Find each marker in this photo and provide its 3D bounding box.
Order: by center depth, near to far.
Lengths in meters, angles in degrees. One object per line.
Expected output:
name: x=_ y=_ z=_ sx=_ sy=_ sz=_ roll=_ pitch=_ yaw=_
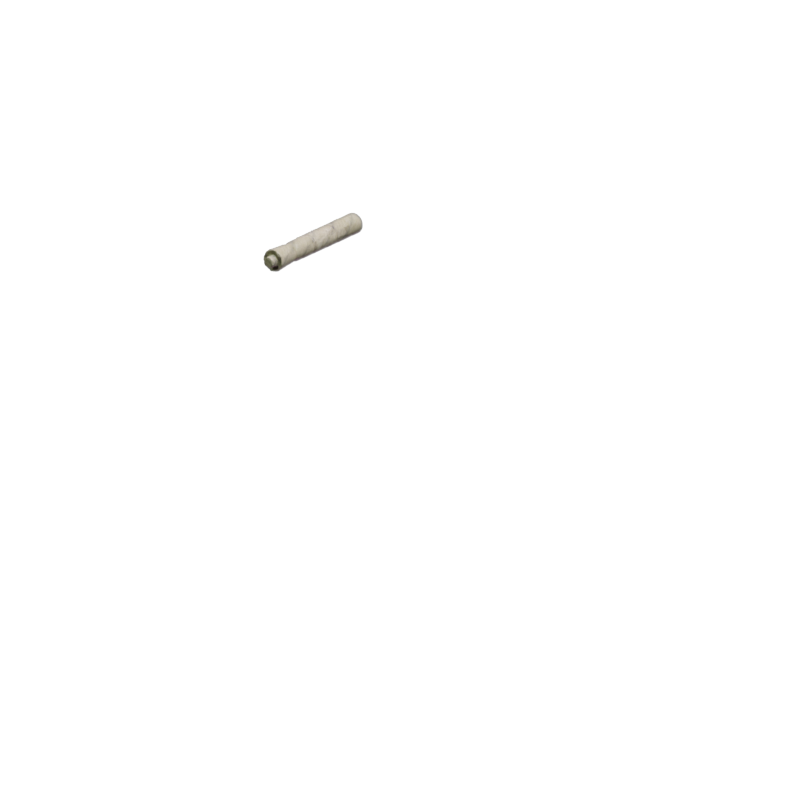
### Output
marker: x=-0.072 y=-0.132 z=0.921 sx=0.020 sy=0.019 sz=0.121 roll=2 pitch=24 yaw=34
